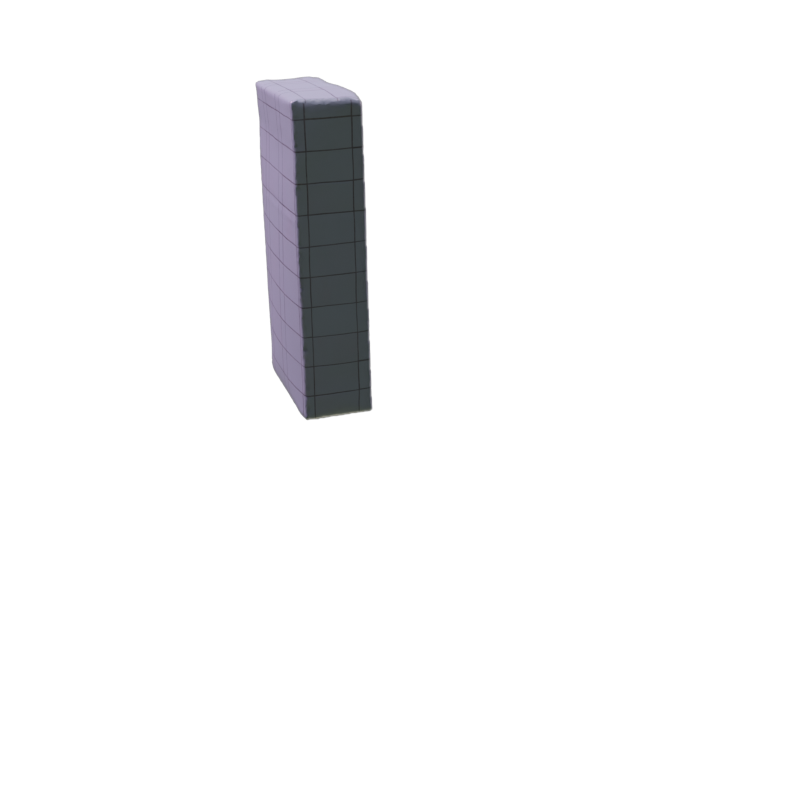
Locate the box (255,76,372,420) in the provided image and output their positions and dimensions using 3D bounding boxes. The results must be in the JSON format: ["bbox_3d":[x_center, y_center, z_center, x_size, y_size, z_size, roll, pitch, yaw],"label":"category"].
[{"bbox_3d":[-0.049,-0.089,0.626,0.047,0.170,0.099,-4,18,-17],"label":"box"}]
